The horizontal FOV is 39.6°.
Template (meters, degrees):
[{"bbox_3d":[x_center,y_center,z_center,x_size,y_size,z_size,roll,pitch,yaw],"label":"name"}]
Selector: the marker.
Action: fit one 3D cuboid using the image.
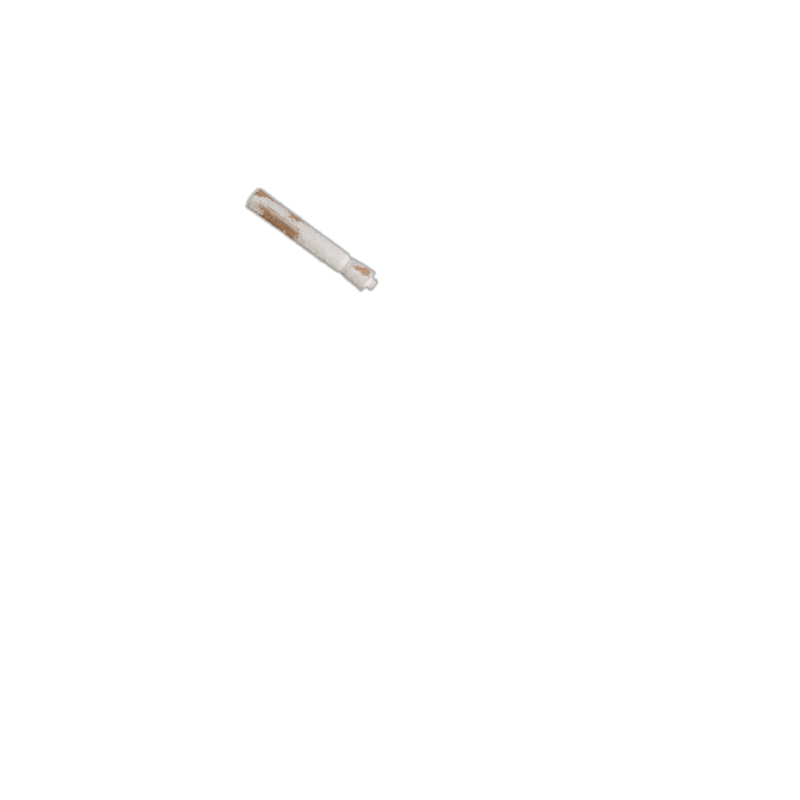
[{"bbox_3d":[-0.069,-0.126,0.883,0.123,0.020,0.019,37,8,7],"label":"marker"}]
